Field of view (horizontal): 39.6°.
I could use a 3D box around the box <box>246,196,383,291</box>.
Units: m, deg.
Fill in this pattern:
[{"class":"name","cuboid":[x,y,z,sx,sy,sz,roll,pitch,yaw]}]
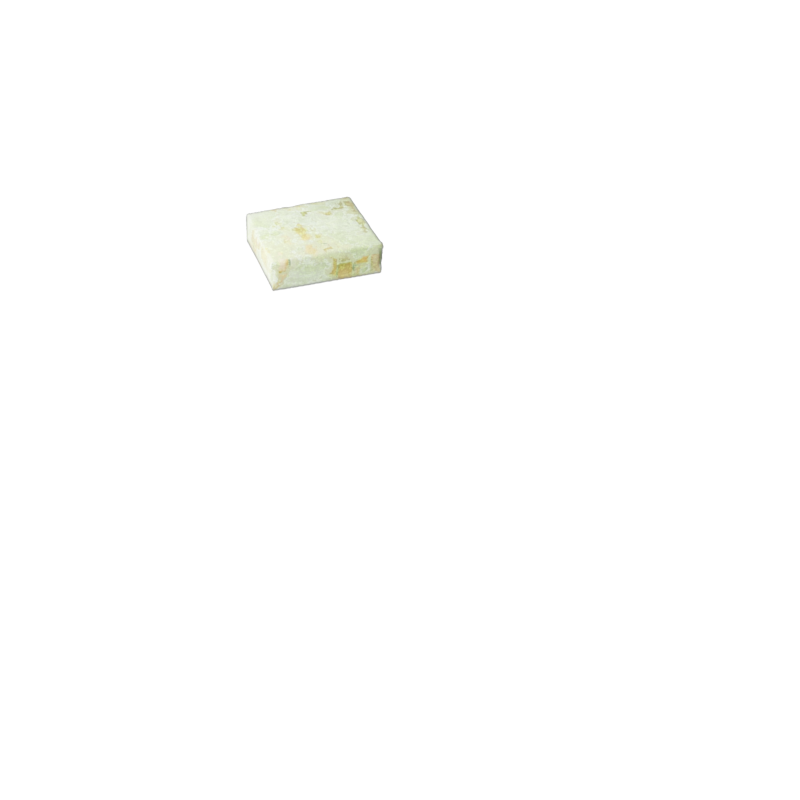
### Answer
[{"class":"box","cuboid":[-0.066,-0.121,0.851,0.088,0.028,0.079,-12,40,-15]}]
